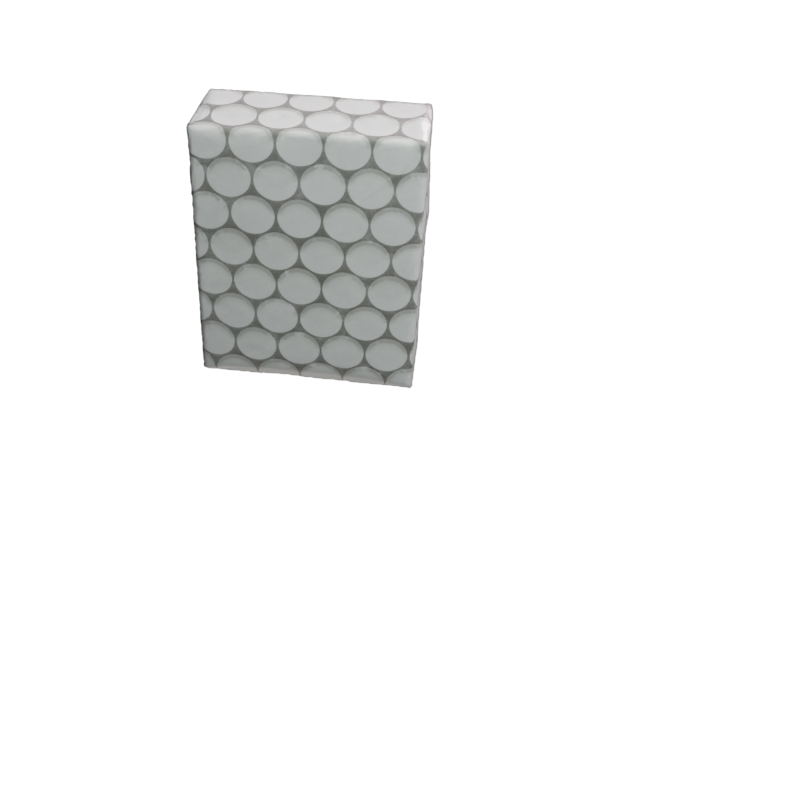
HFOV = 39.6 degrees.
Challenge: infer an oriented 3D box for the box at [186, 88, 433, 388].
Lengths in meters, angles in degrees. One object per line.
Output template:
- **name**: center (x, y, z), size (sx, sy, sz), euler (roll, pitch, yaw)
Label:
- **box**: center (-0.064, -0.116, 0.813), size (0.166, 0.200, 0.076), euler (6, 37, 6)
